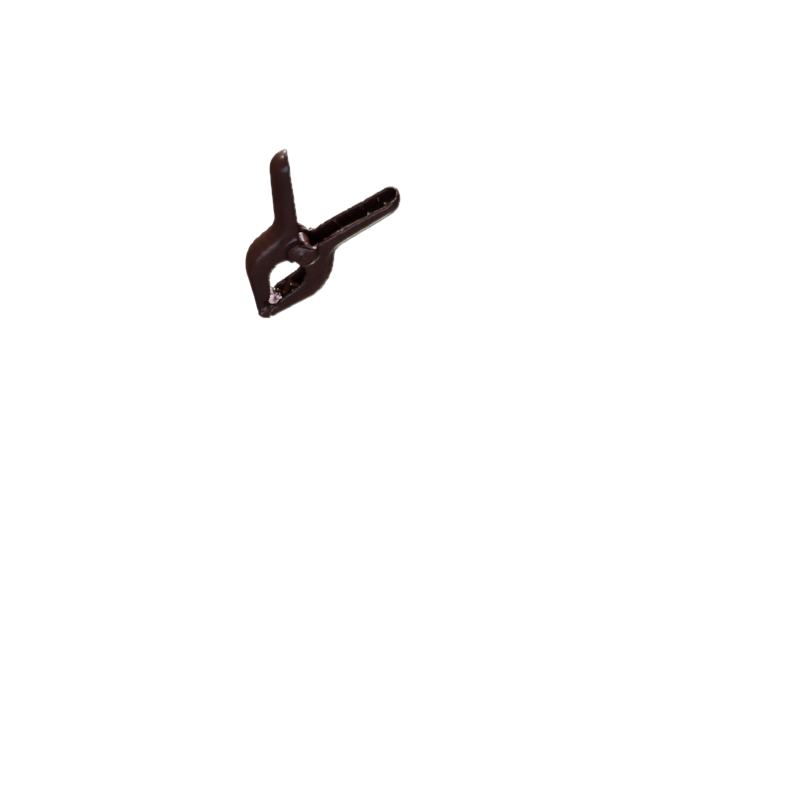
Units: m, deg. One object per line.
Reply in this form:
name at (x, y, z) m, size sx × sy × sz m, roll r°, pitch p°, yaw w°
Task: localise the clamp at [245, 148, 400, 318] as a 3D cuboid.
clamp at (-0.077, -0.140, 0.981) m, size 0.117 × 0.163 × 0.042 m, roll 15°, pitch 41°, yaw -13°
